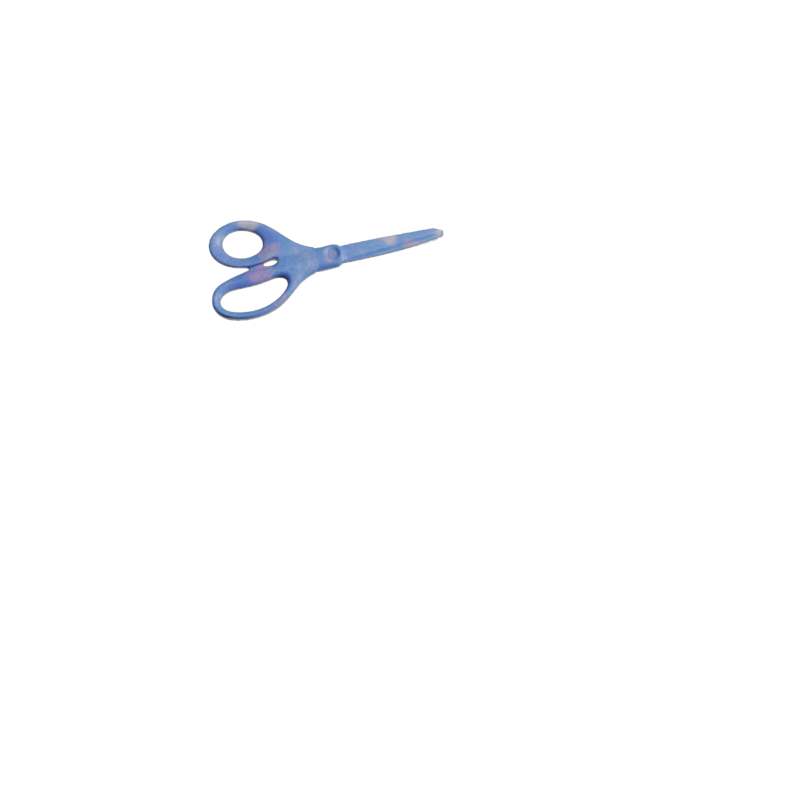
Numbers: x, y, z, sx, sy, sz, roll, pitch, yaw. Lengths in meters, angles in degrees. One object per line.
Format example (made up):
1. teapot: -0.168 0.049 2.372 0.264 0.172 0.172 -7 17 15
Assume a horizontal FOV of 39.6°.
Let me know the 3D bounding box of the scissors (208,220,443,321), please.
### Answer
1. scissors: -0.073 -0.134 0.937 0.201 0.101 0.015 -28 -20 -11
